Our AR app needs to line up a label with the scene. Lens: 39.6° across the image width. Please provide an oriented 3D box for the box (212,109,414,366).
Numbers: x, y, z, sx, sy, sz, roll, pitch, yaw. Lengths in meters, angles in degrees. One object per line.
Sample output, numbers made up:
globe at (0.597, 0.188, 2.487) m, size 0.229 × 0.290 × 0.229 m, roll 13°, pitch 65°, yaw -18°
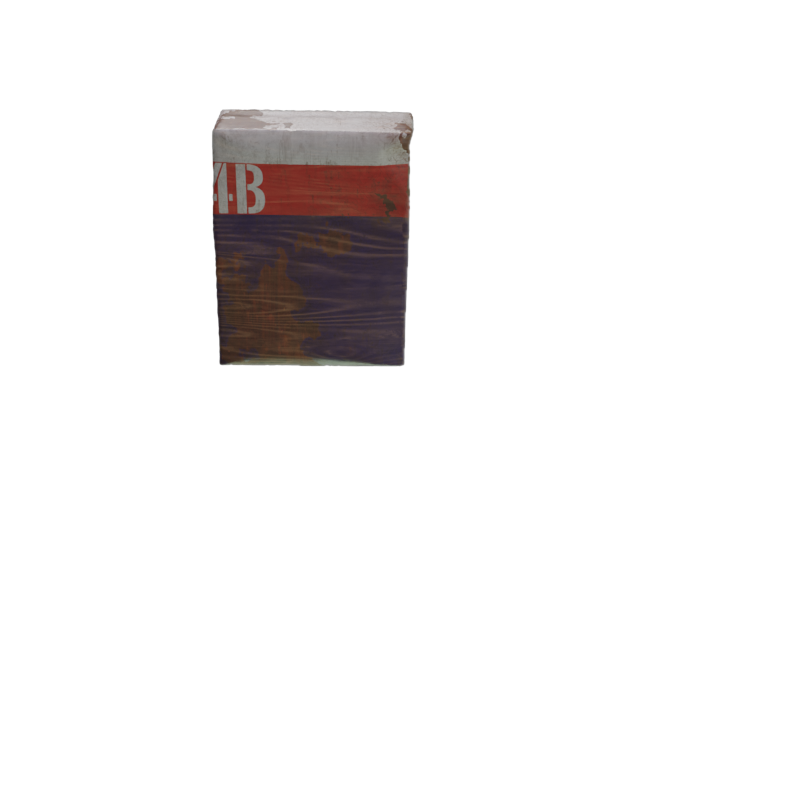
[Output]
box at (-0.074, -0.135, 0.943) m, size 0.164 × 0.203 × 0.075 m, roll 2°, pitch 24°, yaw 2°
